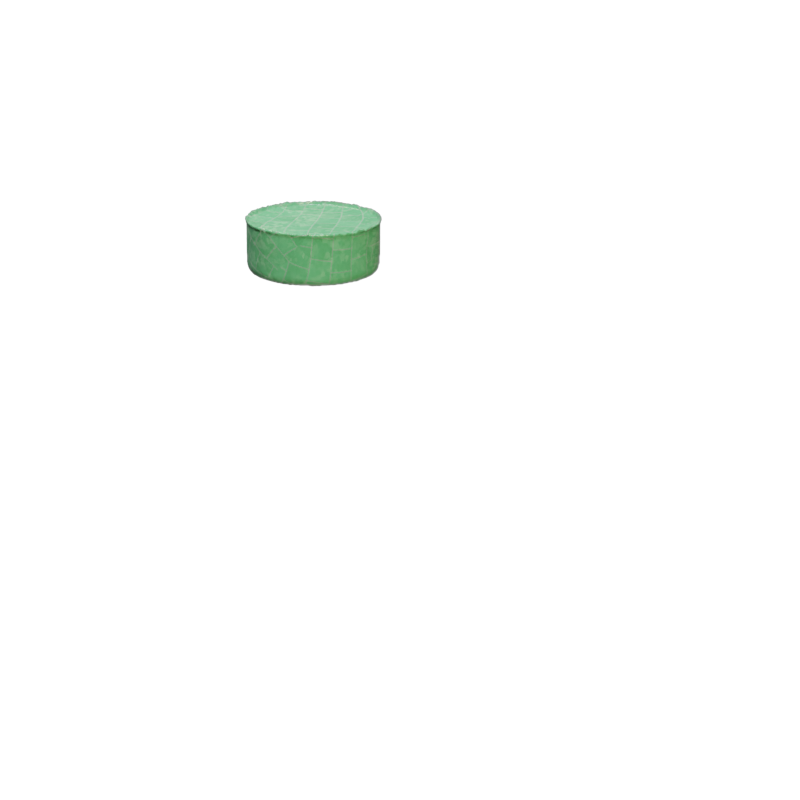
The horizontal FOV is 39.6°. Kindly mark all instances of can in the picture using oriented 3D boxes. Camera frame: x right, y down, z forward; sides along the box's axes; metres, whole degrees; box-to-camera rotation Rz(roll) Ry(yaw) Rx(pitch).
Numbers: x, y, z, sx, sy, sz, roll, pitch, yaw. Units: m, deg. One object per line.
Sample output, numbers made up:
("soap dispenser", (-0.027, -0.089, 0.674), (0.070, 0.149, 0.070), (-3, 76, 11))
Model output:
("can", (-0.055, -0.100, 0.701), (0.086, 0.032, 0.090), (-1, 22, -2))
